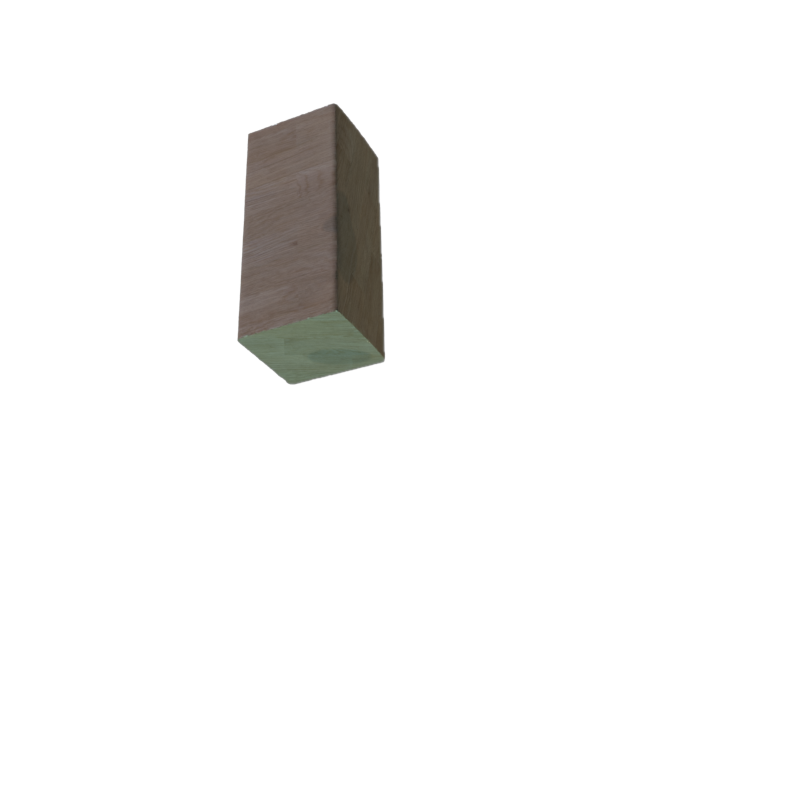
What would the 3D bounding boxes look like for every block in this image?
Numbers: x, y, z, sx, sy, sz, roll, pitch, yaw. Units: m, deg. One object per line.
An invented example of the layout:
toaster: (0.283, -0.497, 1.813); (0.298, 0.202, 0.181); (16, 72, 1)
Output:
block: (-0.072, -0.131, 0.922); (0.092, 0.220, 0.083); (-16, -34, 21)
